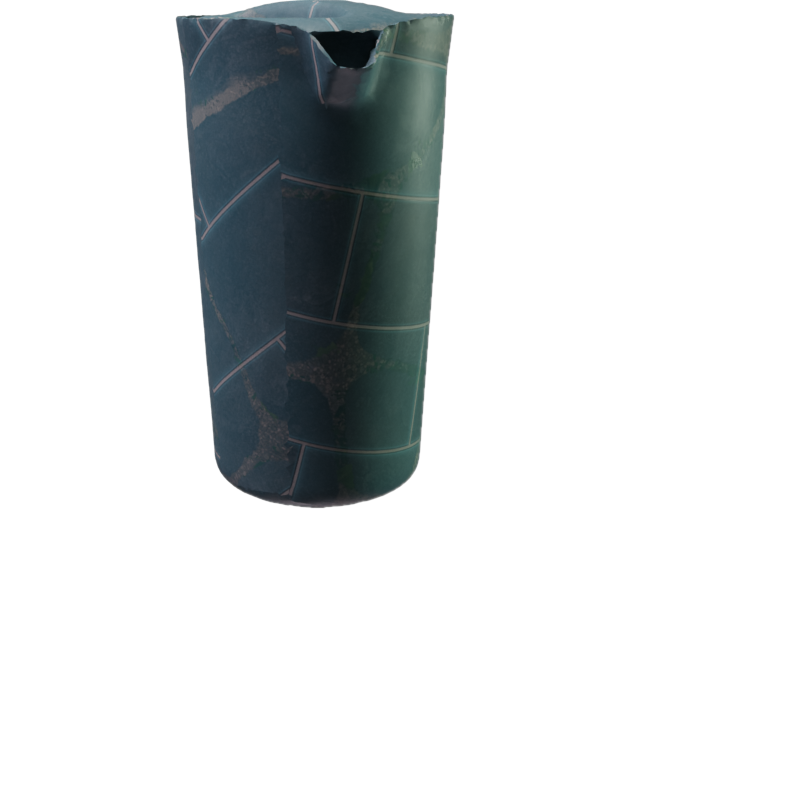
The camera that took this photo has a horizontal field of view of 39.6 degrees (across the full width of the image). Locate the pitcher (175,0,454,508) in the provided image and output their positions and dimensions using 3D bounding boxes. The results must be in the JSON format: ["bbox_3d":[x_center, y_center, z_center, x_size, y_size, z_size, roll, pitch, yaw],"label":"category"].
[{"bbox_3d":[-0.045,-0.081,0.569,0.151,0.235,0.148,10,18,29],"label":"pitcher"}]
